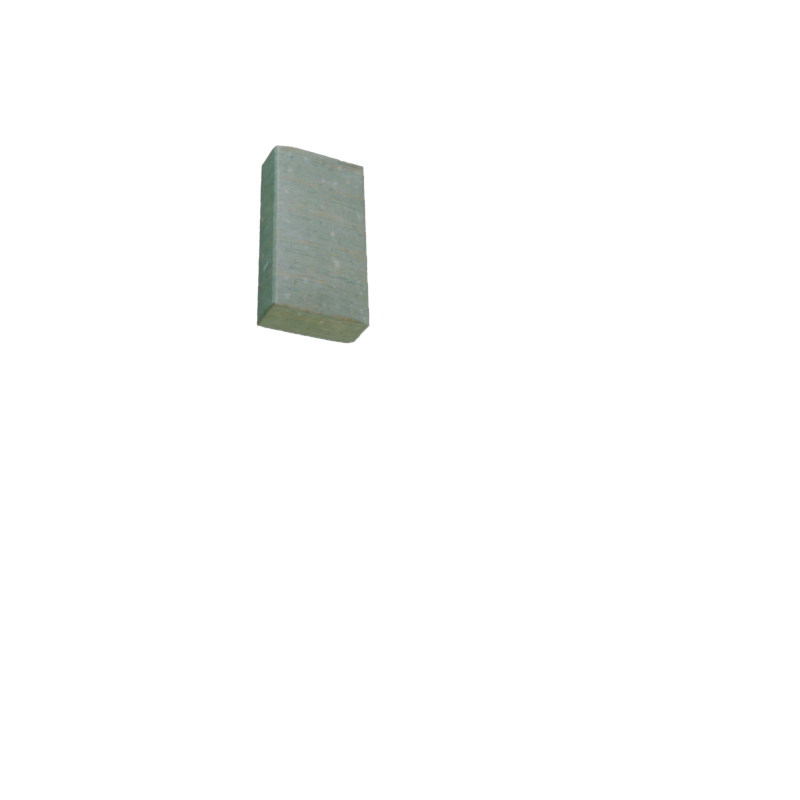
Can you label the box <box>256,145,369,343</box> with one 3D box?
[{"bbox_3d":[-0.078,-0.143,0.997,0.090,0.188,0.047,11,-32,-22],"label":"box"}]
